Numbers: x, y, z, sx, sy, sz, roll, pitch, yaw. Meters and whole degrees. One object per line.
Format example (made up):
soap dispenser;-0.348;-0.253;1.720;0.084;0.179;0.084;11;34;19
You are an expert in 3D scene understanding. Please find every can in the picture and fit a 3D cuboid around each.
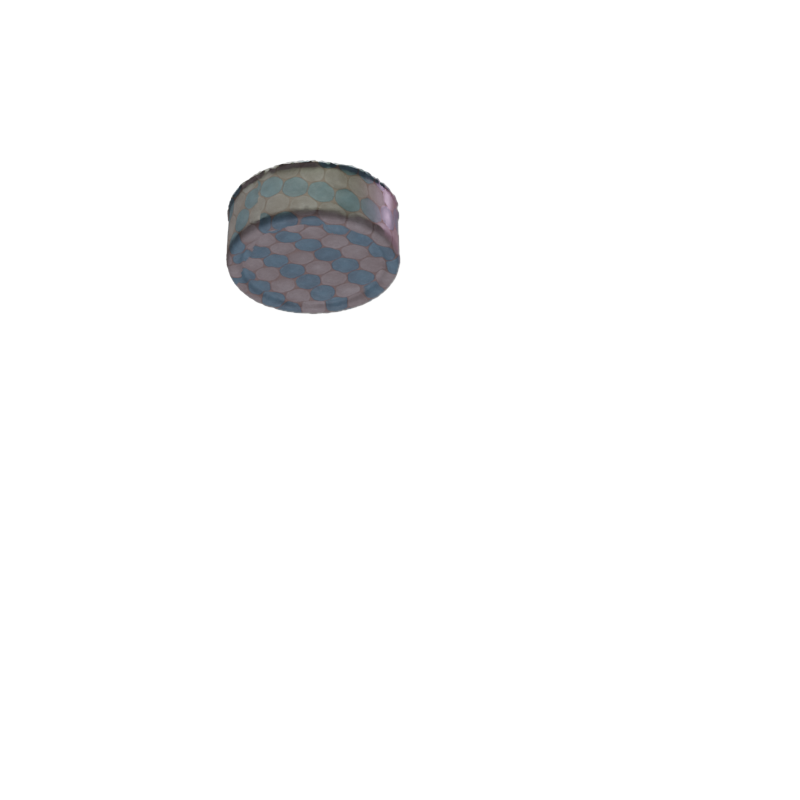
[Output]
can;-0.043;-0.078;0.544;0.086;0.036;0.080;1;-31;-2
